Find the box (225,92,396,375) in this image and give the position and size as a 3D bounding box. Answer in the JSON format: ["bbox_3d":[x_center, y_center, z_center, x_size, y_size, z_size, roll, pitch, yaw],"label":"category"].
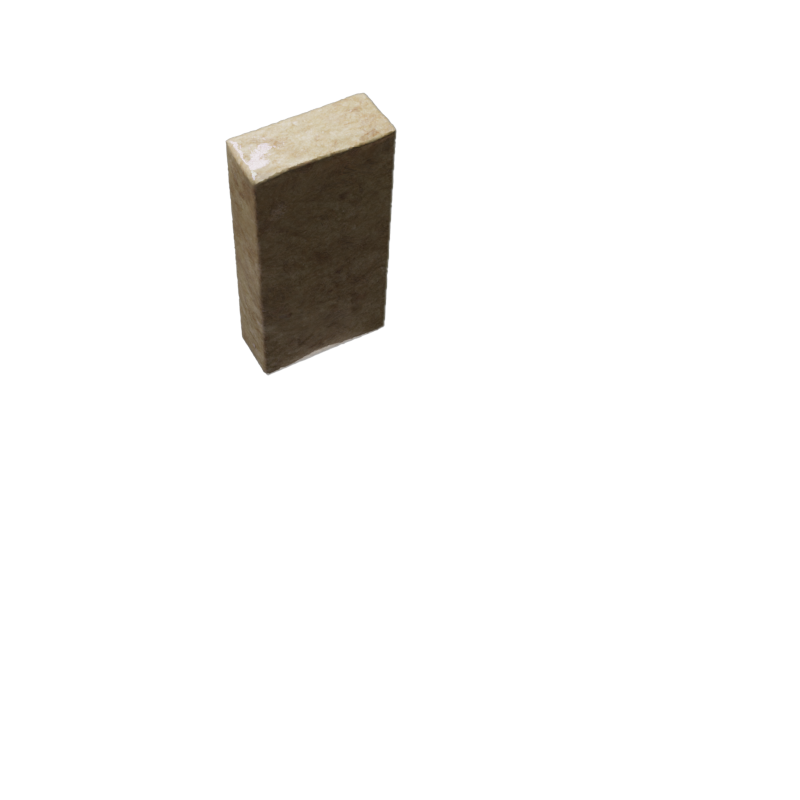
[{"bbox_3d":[-0.053,-0.097,0.683,0.093,0.052,0.165,-24,-31,-19],"label":"box"}]
